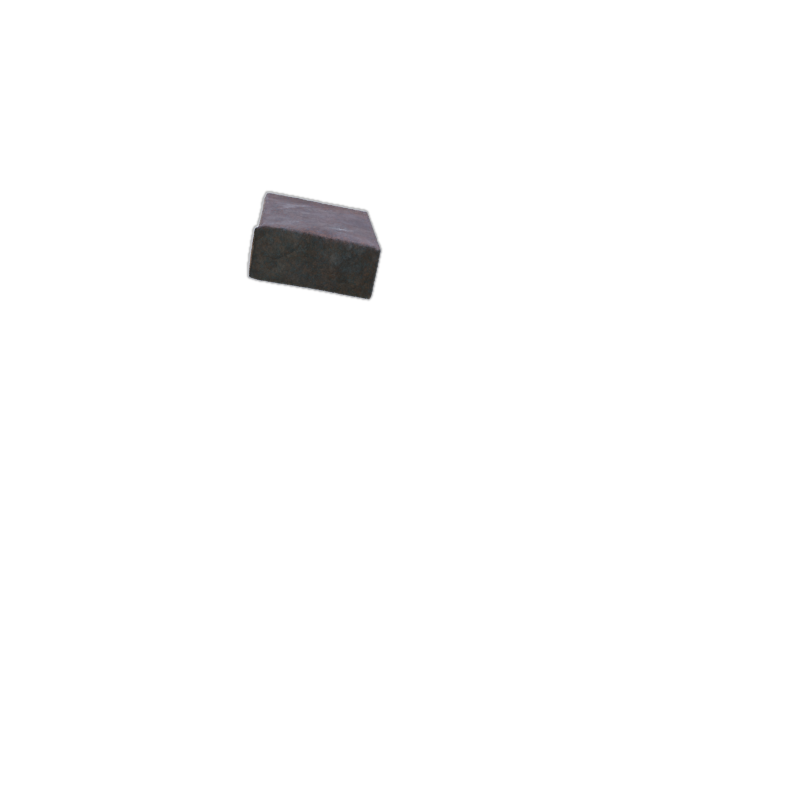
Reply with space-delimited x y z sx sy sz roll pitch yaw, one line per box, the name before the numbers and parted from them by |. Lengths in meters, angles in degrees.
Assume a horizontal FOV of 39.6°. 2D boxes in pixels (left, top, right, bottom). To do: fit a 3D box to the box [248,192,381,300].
box | -0.068 -0.124 0.873 0.093 0.047 0.182 10 14 -6
